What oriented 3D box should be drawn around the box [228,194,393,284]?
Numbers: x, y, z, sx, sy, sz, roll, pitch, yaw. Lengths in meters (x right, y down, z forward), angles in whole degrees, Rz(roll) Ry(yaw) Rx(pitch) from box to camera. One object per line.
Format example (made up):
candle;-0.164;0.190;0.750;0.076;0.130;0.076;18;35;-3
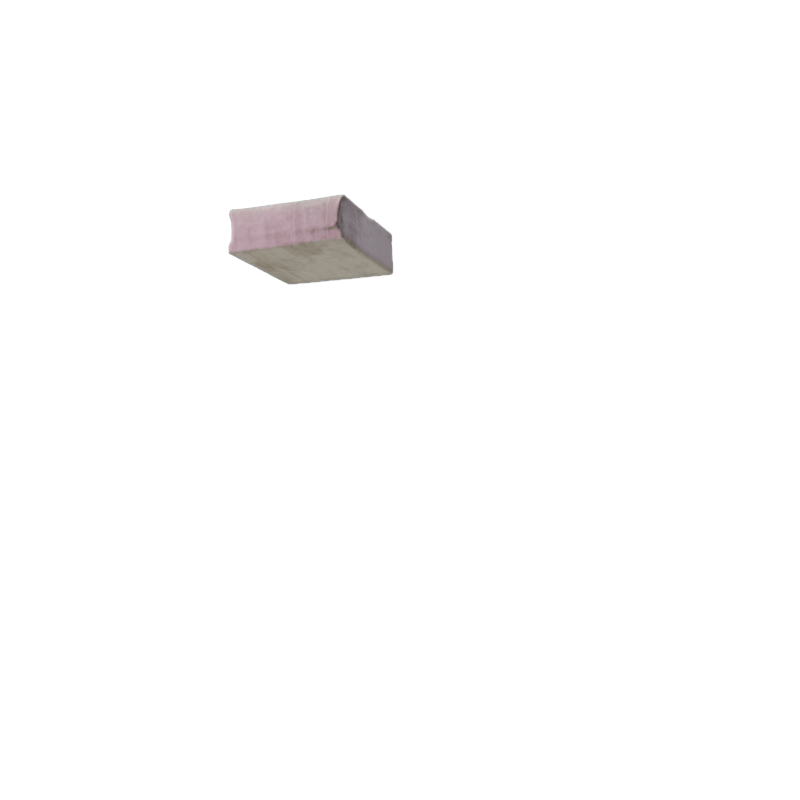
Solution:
box;-0.053;-0.096;0.673;0.075;0.031;0.085;-4;-10;21
